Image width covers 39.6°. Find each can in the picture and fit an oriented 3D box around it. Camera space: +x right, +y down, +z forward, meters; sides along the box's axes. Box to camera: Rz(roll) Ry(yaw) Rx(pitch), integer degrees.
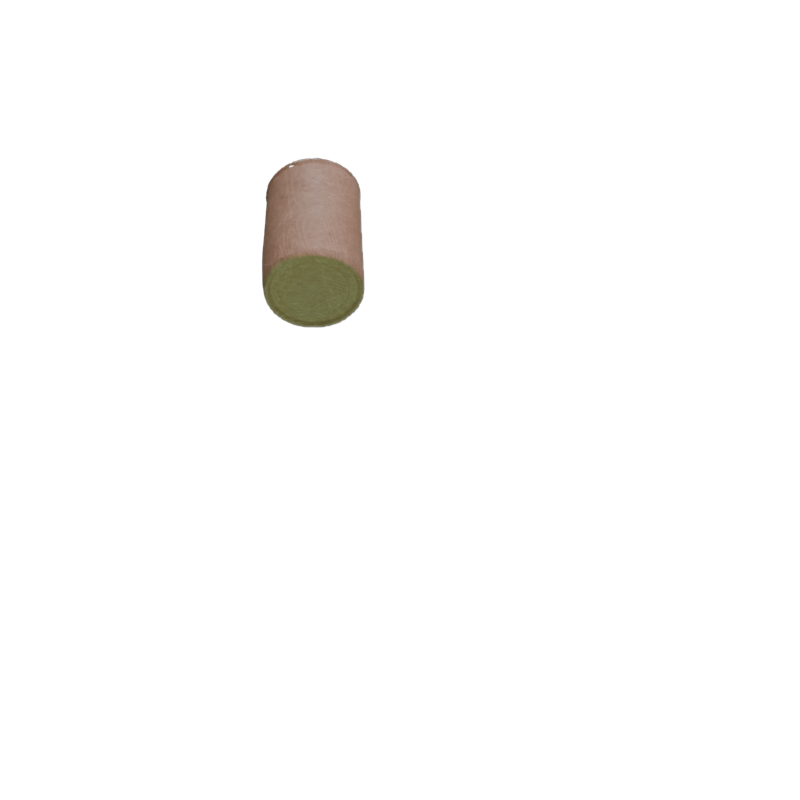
[{"bbox_3d":[-0.059,-0.108,0.754,0.068,0.064,0.110,-1,45,-3],"label":"can"}]
